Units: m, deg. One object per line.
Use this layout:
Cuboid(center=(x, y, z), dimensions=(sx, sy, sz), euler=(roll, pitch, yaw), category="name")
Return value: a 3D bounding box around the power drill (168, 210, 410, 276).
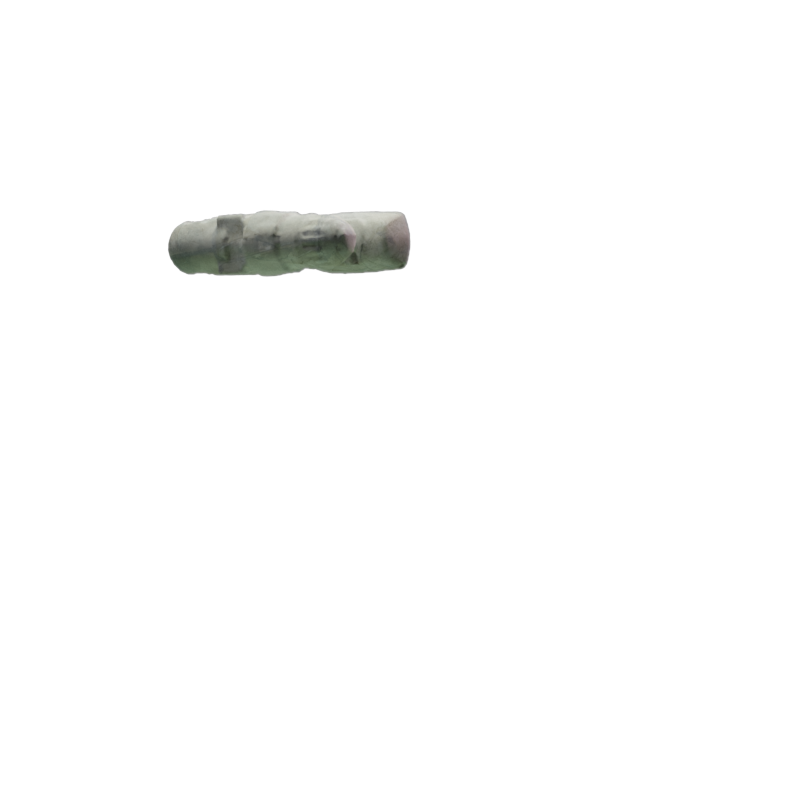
Cuboid(center=(-0.073, -0.134, 0.938), dimensions=(0.192, 0.057, 0.181), euler=(5, 8, 37), category="power drill")
